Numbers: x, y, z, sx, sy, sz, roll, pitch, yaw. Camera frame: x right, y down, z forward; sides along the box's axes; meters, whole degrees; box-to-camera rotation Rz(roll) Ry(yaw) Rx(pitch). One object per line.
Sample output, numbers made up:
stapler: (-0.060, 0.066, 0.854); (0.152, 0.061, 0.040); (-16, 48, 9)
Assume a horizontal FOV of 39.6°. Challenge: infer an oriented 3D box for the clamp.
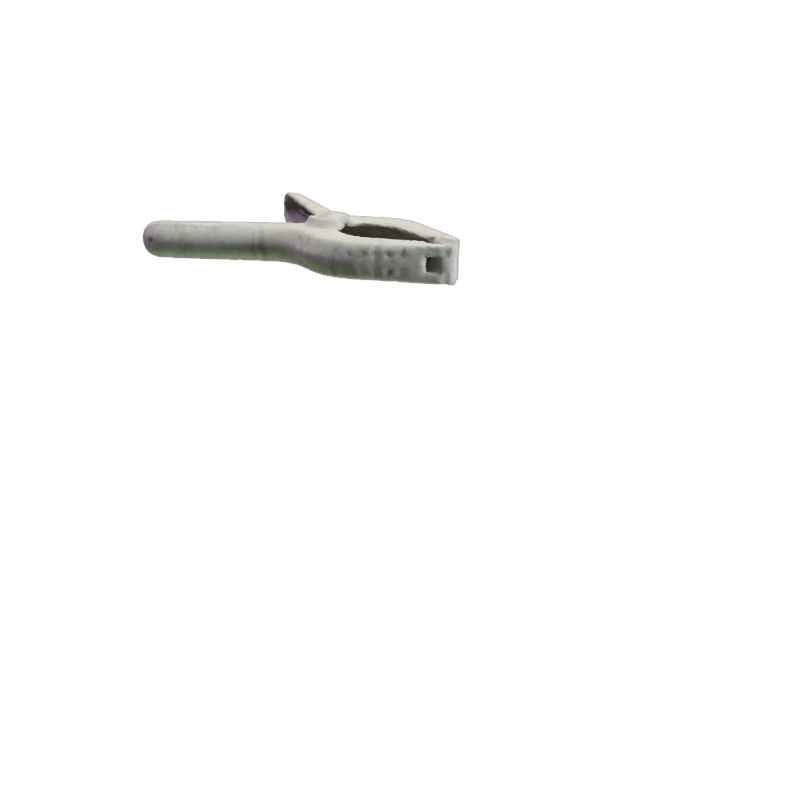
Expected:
clamp: (-0.059, -0.107, 0.752); (0.222, 0.035, 0.162); (18, 27, 39)
